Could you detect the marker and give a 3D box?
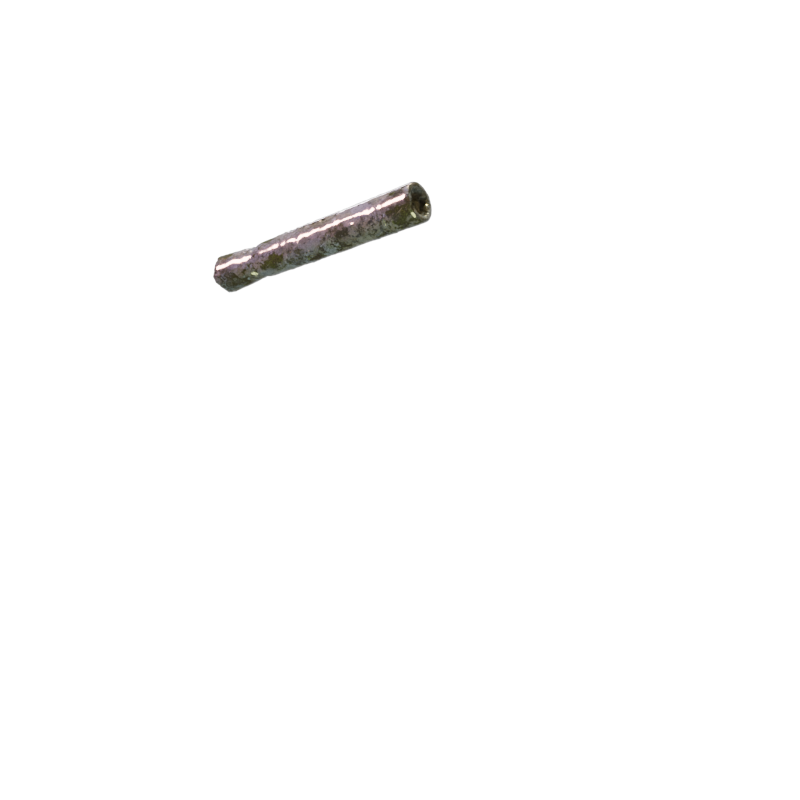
[{"bbox_3d":[-0.040,-0.074,0.515,0.123,0.020,0.019,-15,-5,34],"label":"marker"}]
